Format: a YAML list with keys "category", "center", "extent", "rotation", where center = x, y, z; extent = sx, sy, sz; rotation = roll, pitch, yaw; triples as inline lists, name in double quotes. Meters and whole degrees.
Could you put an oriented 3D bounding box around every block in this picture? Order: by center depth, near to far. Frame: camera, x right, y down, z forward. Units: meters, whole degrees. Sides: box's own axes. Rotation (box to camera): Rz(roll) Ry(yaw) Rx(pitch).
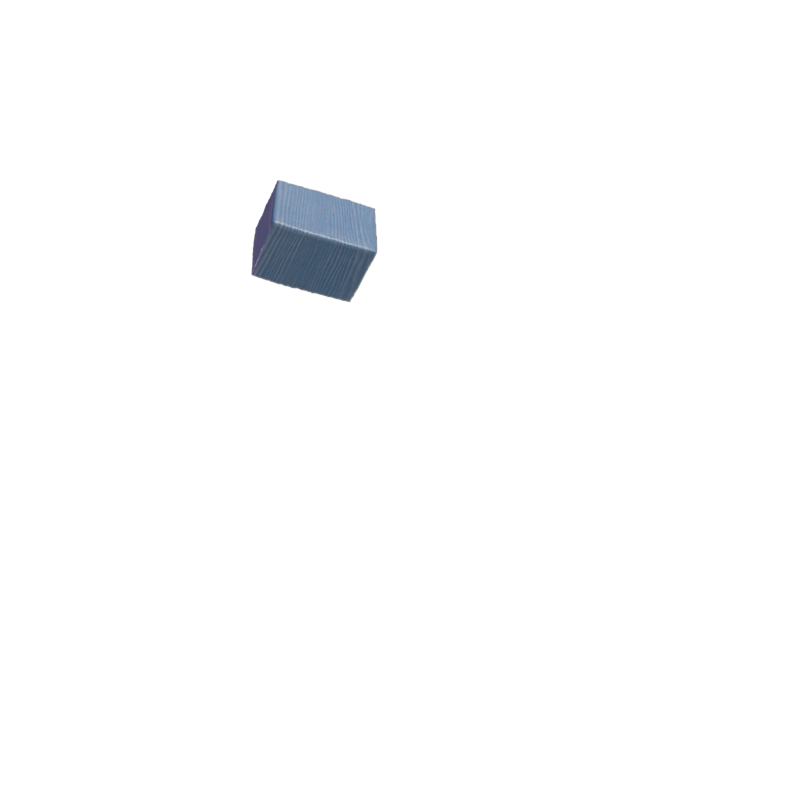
- category: "block"
  center: [-0.062, -0.113, 0.789]
  extent: [0.076, 0.055, 0.050]
  rotation: [15, -49, -15]
